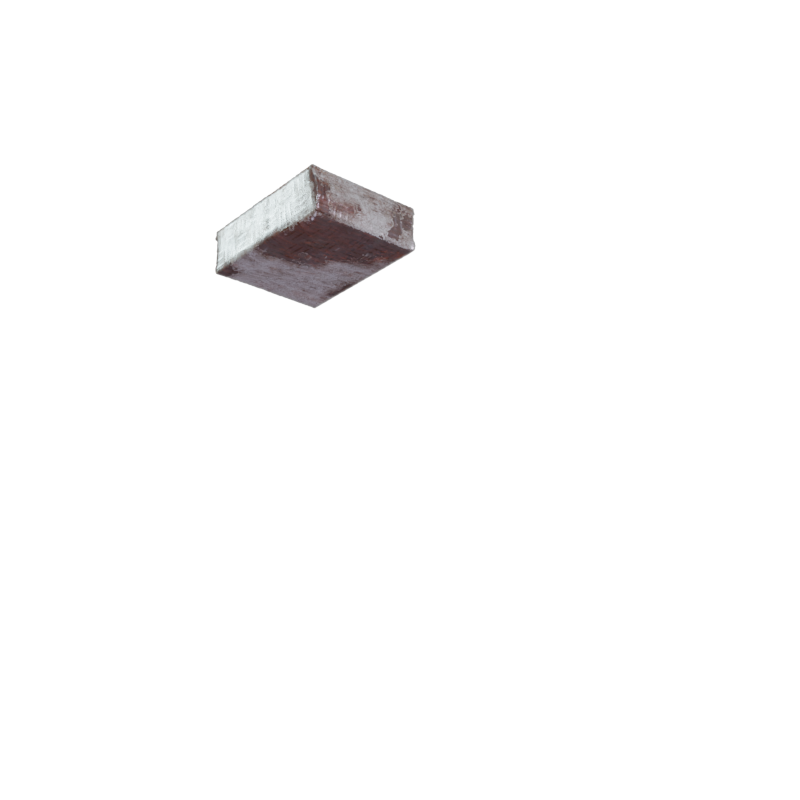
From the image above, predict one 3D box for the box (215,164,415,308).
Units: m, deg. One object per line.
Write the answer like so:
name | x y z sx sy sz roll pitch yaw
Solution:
box | -0.059 -0.108 0.758 0.085 0.041 0.114 18 -28 -38
